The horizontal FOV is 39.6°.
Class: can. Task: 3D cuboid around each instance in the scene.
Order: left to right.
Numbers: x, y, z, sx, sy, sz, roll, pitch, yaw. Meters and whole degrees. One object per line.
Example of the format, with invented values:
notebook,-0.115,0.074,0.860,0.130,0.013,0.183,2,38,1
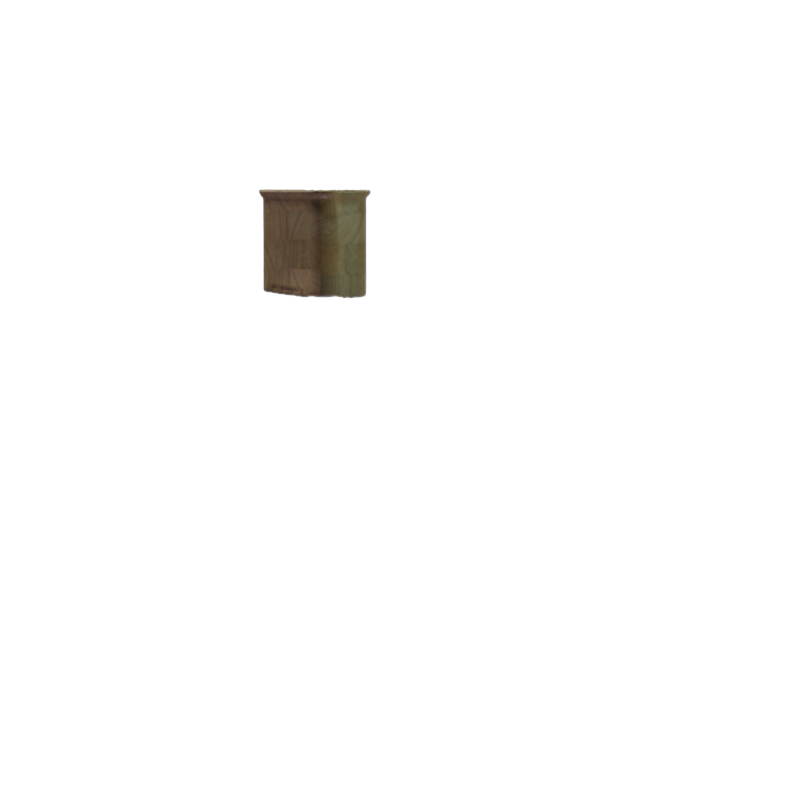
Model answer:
can,-0.069,-0.127,0.887,0.056,0.083,0.107,-4,8,-36
